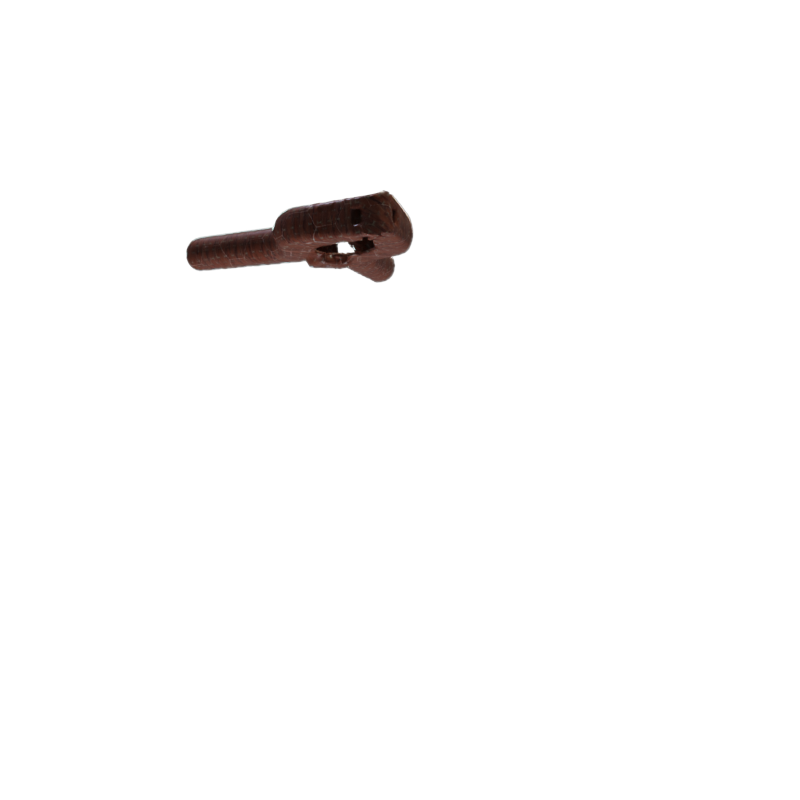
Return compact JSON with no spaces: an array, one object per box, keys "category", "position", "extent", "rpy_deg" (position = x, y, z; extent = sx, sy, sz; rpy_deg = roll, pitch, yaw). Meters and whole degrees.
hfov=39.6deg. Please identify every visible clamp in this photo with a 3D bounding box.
[{"category":"clamp","position":[-0.060,-0.110,0.772],"extent":[0.162,0.037,0.210],"rpy_deg":[1,-2,-14]}]
